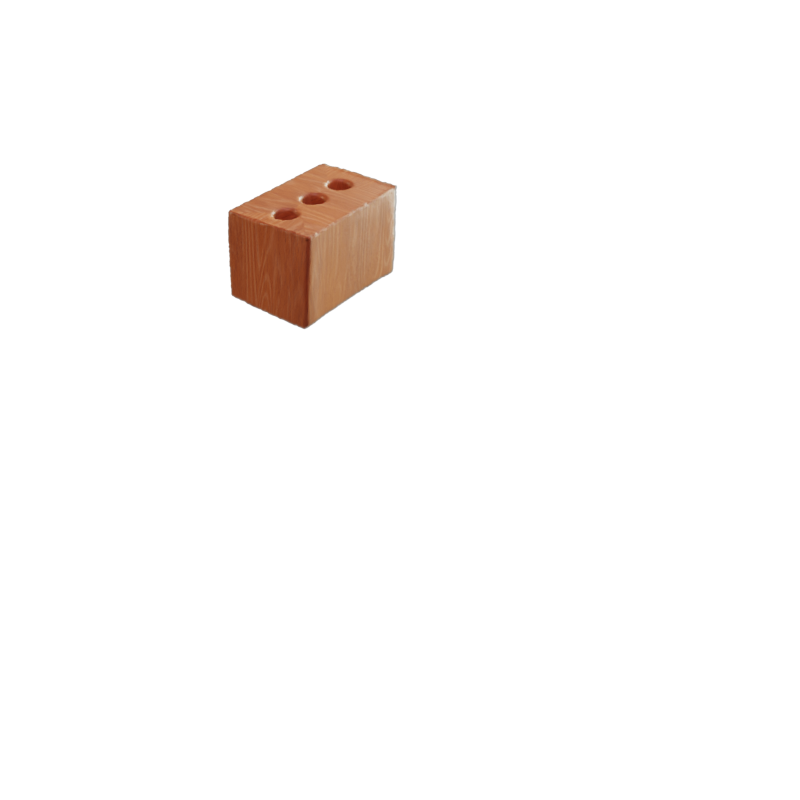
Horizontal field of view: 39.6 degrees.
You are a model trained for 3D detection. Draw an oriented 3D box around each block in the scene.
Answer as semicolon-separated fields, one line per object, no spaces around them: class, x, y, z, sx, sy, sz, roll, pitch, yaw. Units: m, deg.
block;-0.045;-0.082;0.575;0.056;0.048;0.079;21;38;29
